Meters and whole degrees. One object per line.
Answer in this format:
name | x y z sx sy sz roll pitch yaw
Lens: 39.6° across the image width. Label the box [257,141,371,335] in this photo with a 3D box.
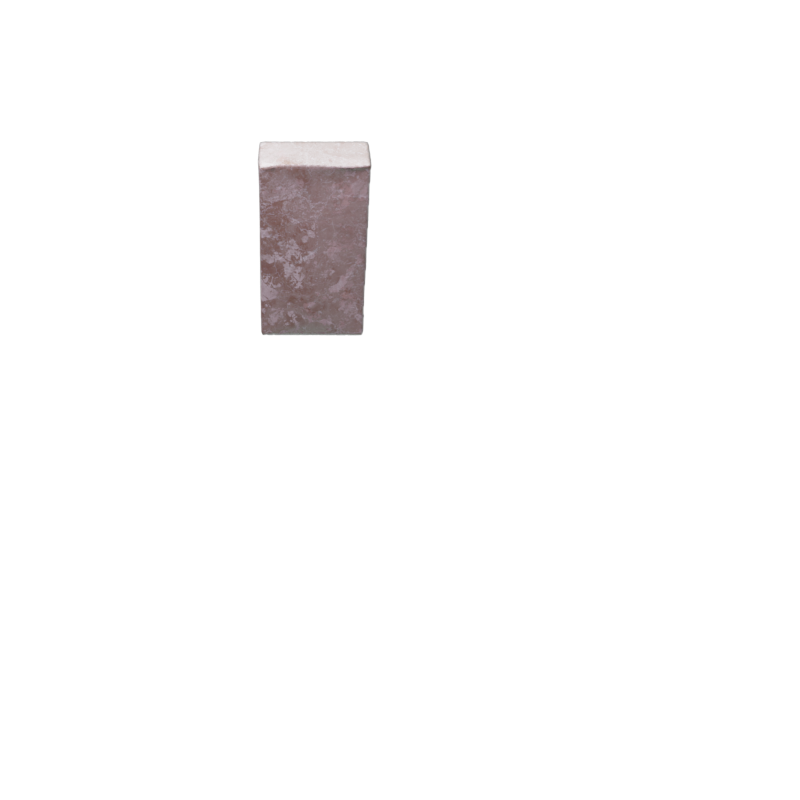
box | -0.074 -0.135 0.946 0.093 0.164 0.052 0 40 -3
